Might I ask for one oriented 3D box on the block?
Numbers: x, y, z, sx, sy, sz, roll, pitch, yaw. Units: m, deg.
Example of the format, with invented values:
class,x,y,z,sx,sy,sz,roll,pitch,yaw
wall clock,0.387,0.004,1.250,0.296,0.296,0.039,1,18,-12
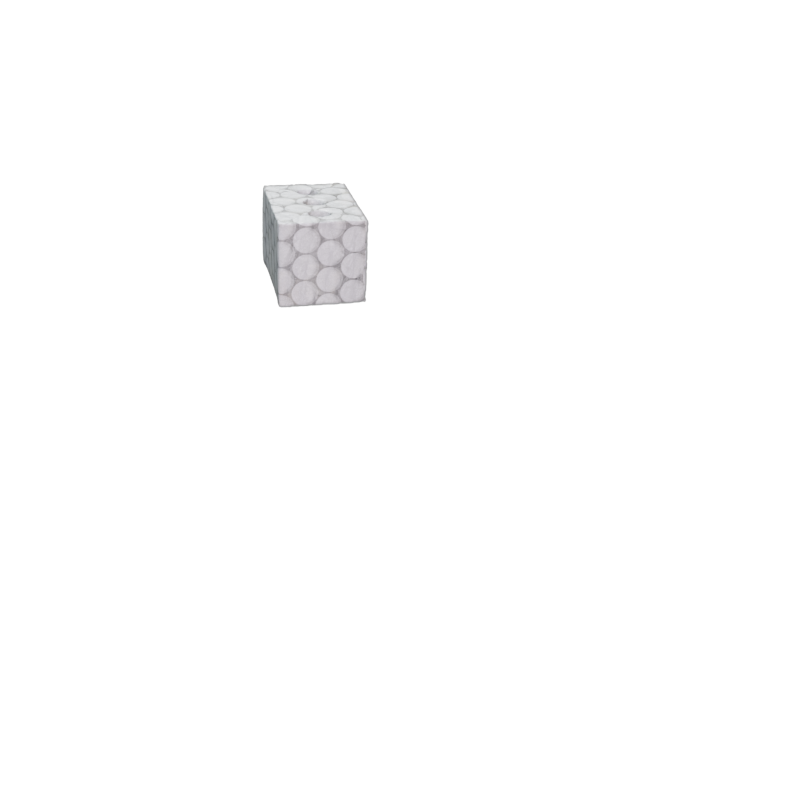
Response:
class,x,y,z,sx,sy,sz,roll,pitch,yaw
block,-0.051,-0.094,0.657,0.052,0.049,0.083,-4,25,-12
